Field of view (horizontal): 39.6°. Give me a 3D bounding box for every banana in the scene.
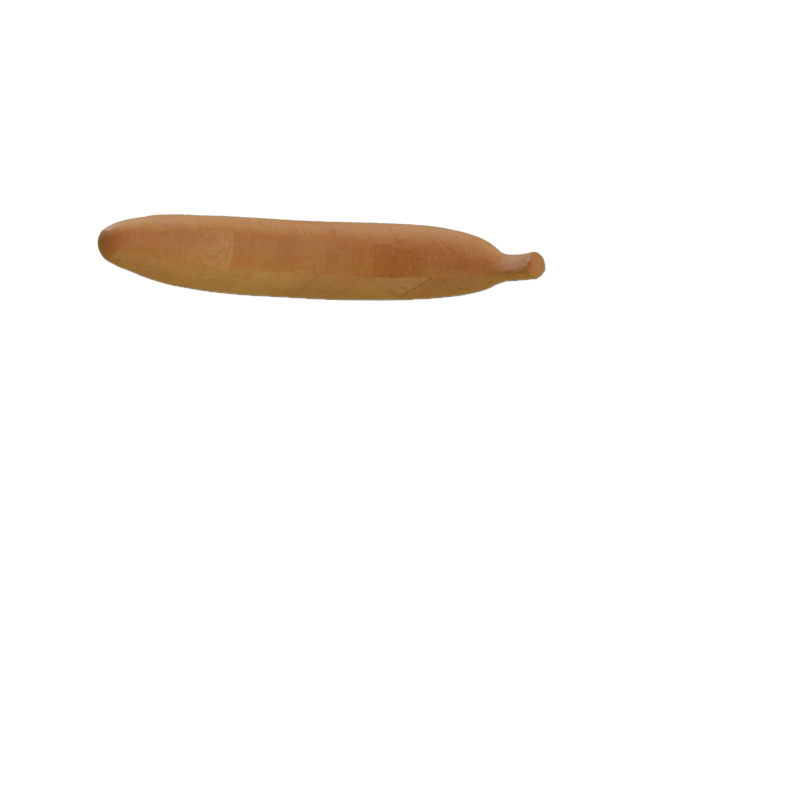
[{"bbox_3d":[-0.038,-0.069,0.517,0.196,0.038,0.068,1,-10,-5],"label":"banana"}]
